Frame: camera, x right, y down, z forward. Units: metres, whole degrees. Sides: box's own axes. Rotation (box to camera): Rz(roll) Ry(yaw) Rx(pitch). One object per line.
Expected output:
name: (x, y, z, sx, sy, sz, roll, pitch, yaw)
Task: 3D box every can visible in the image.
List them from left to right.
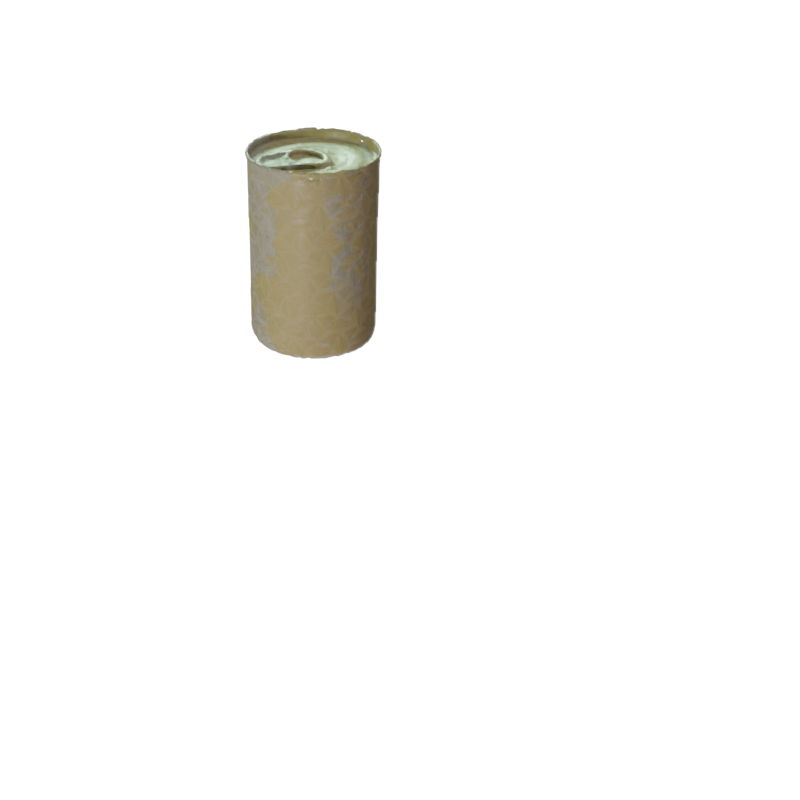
can: (-0.045, -0.082, 0.572, 0.068, 0.097, 0.073, 0, 28, -2)
